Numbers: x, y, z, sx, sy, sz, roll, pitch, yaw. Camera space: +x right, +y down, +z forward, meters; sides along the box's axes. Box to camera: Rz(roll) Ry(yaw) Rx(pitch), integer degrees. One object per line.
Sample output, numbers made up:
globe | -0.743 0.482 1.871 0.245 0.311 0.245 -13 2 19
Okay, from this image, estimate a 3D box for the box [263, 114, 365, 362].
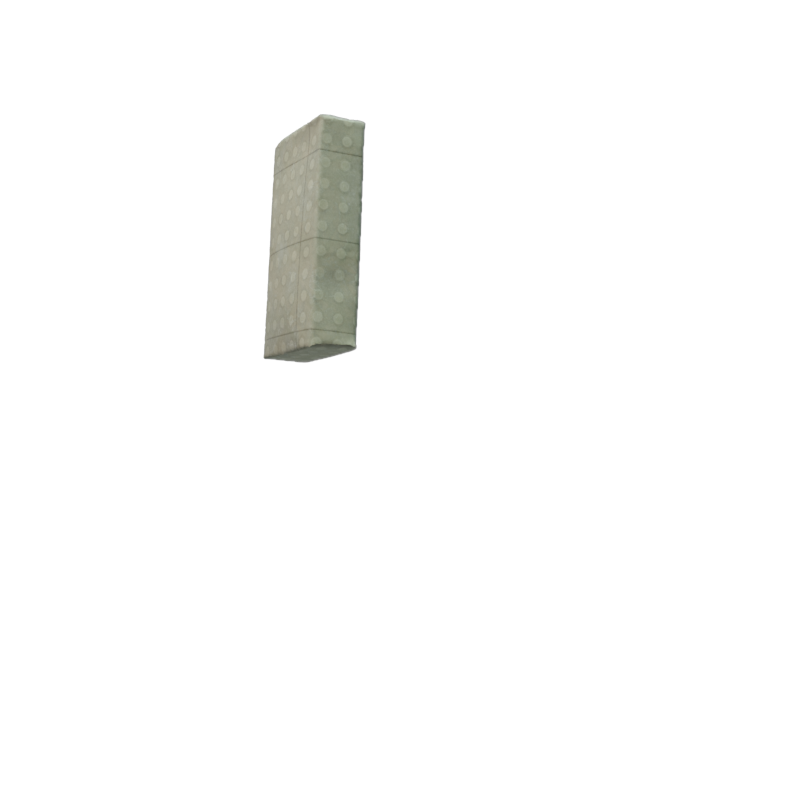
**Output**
box | -0.067 -0.121 0.851 0.046 0.181 0.094 5 -12 -27
